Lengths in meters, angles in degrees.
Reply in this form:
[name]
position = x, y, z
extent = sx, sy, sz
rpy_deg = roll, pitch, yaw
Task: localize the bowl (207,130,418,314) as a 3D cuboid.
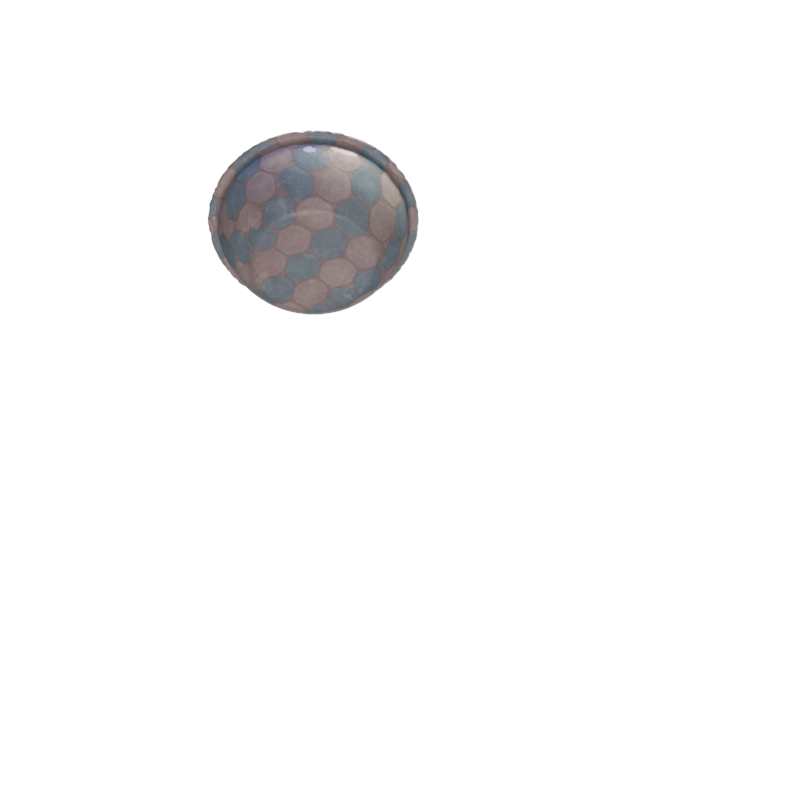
[bowl]
position = -0.065, -0.119, 0.831
extent = 0.162, 0.152, 0.059
rpy_deg = 1, 36, -1
